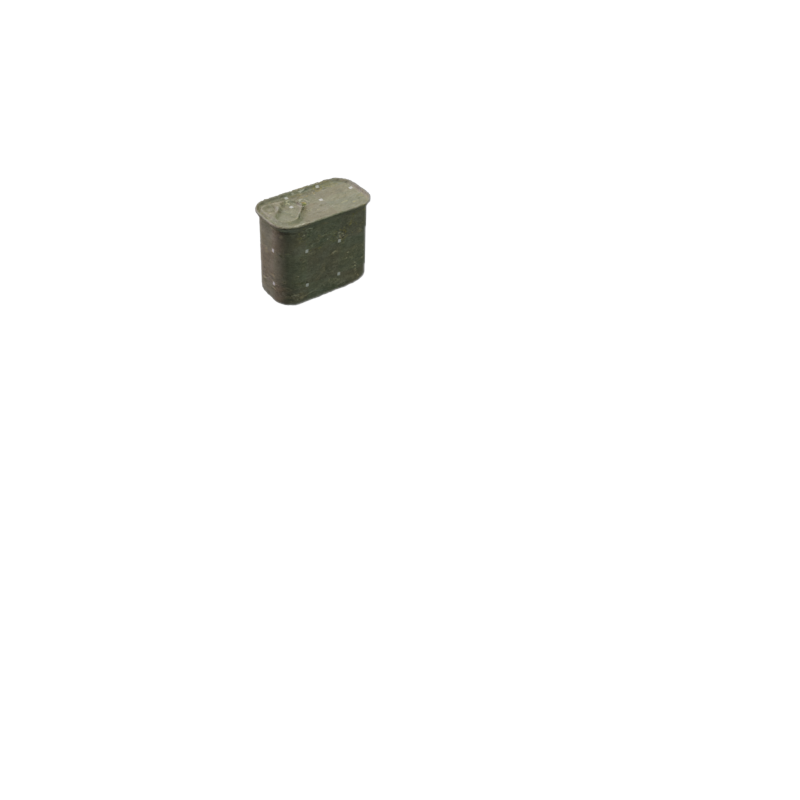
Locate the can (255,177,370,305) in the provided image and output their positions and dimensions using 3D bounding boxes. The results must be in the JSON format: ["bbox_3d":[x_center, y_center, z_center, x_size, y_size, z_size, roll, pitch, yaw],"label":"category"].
[{"bbox_3d":[-0.078,-0.142,0.997,0.101,0.078,0.062,-23,42,-29],"label":"can"}]
